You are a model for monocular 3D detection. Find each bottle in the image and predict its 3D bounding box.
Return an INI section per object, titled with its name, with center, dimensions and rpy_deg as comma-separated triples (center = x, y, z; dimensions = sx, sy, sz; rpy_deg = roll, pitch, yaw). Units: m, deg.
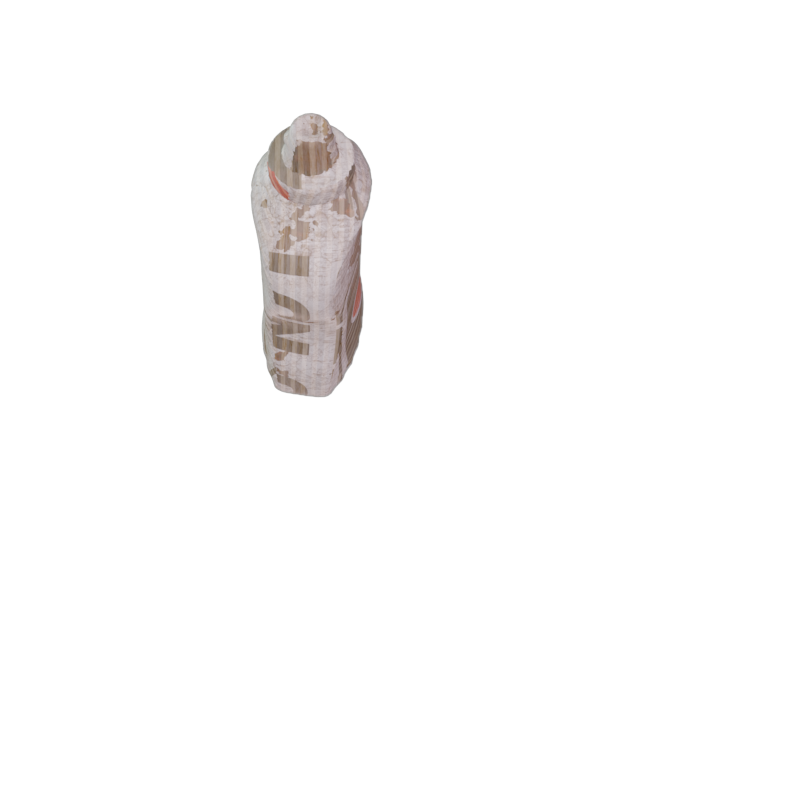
[bottle]
center = -0.045, -0.082, 0.573
dimensions = 0.059, 0.101, 0.181
rpy_deg = 9, -27, 0
